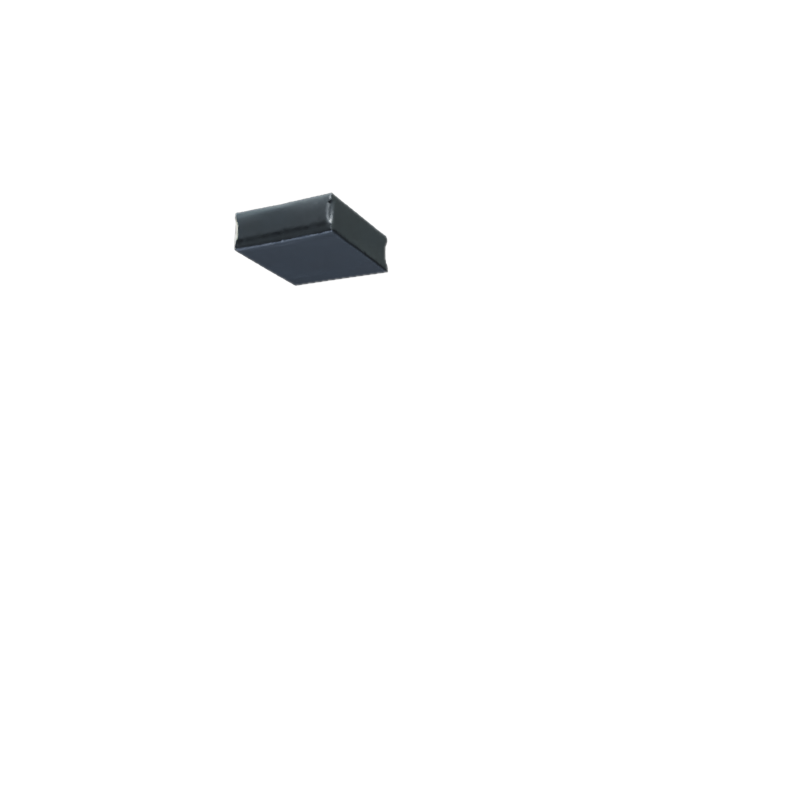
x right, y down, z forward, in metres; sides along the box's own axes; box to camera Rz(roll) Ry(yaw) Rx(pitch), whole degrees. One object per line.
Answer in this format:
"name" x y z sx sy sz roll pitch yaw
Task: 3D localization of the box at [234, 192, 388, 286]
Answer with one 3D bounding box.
"box" -0.058 -0.107 0.747 0.075 0.031 0.084 -7 -16 25
